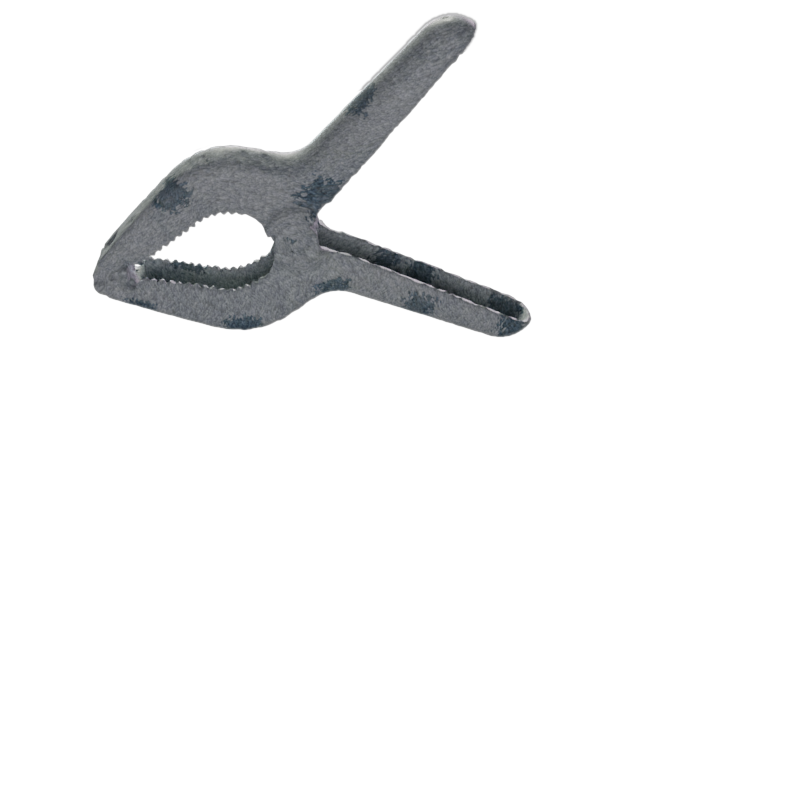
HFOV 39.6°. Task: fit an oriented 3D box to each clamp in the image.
[{"bbox_3d":[-0.042,-0.076,0.536,0.211,0.155,0.038,-18,26,9],"label":"clamp"}]
